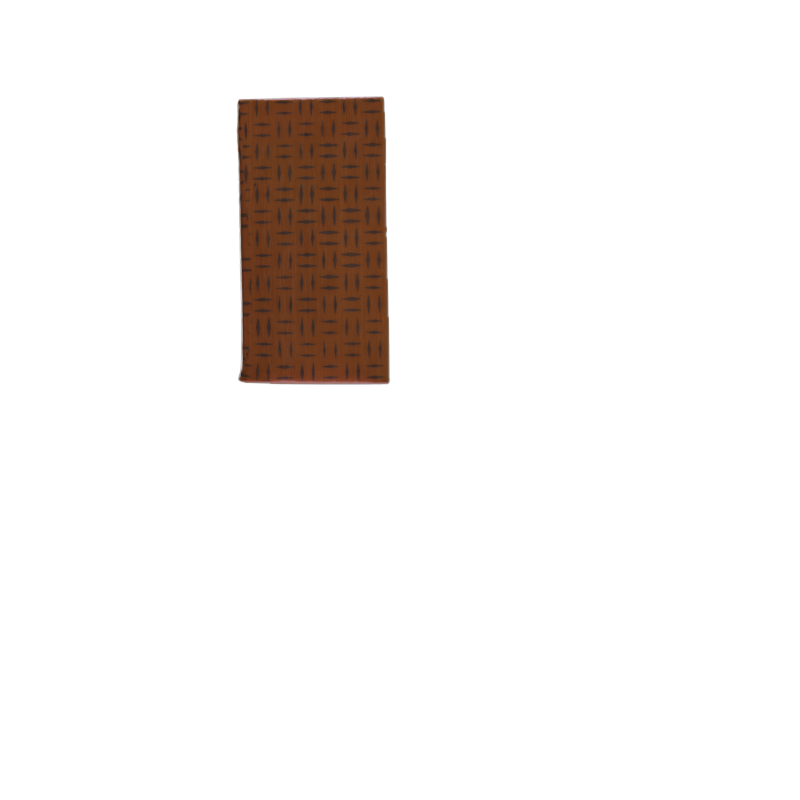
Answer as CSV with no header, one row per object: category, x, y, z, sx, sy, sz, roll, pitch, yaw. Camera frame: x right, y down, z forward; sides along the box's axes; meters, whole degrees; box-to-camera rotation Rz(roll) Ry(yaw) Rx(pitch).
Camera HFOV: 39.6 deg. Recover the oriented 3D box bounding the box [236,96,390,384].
box,-0.054,-0.099,0.691,0.093,0.179,0.047,0,-5,1
